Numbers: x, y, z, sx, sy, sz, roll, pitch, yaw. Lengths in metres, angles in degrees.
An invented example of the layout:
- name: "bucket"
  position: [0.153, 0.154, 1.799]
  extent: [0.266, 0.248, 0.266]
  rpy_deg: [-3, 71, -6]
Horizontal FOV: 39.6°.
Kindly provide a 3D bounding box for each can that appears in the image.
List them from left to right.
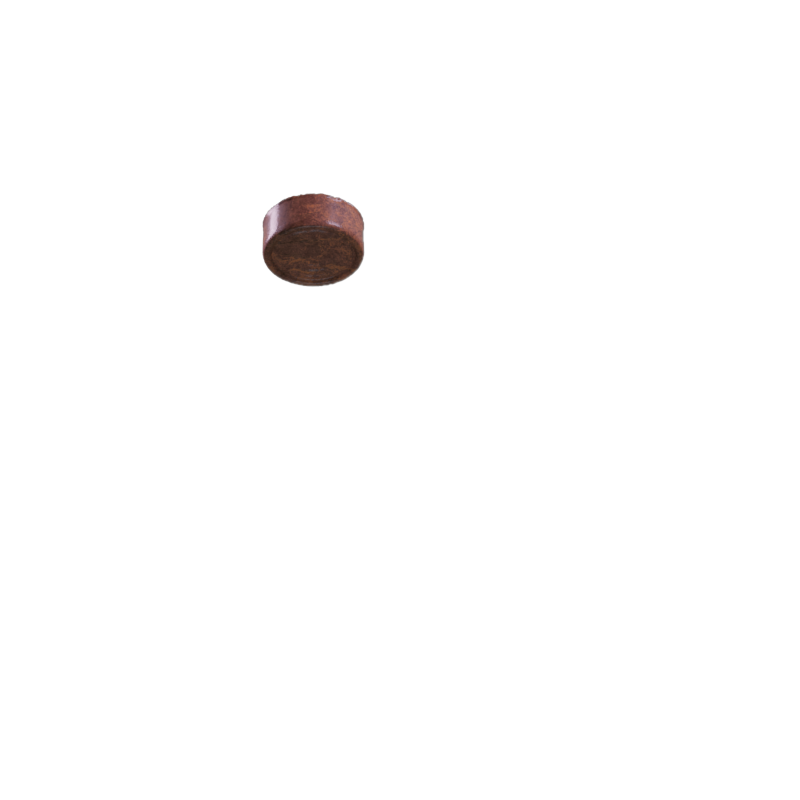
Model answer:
- name: "can"
  position: [-0.072, -0.132, 0.923]
  extent: [0.086, 0.036, 0.080]
  rpy_deg: [1, -34, -2]
